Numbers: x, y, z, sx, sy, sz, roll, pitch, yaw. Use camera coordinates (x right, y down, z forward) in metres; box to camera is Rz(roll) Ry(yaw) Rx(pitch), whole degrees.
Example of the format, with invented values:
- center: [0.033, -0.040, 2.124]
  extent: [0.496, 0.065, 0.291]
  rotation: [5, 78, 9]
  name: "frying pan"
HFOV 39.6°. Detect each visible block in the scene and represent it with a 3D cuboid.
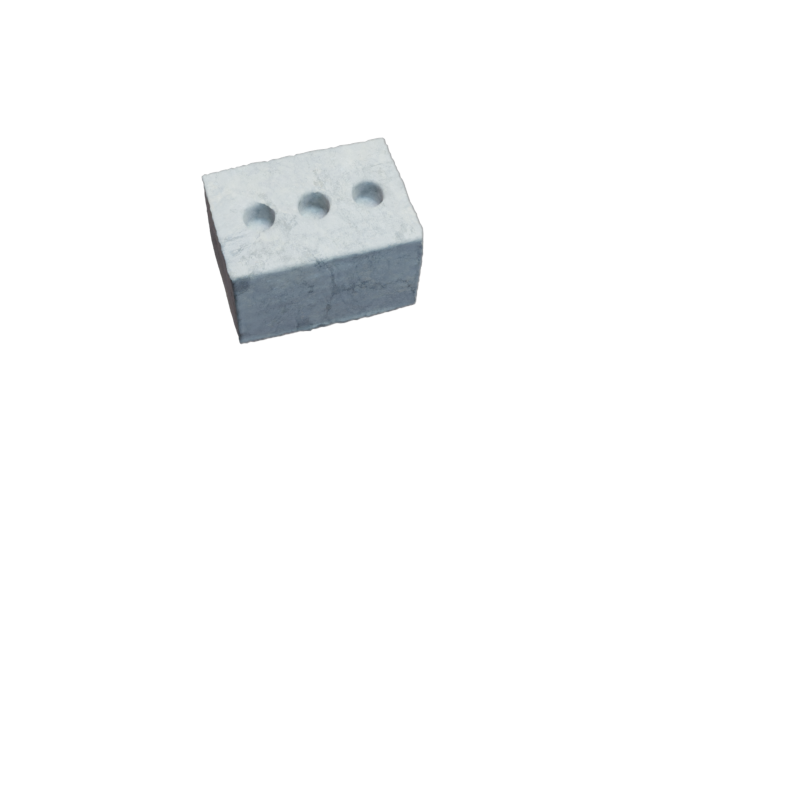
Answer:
- center: [-0.035, -0.064, 0.447]
  extent: [0.077, 0.057, 0.048]
  rotation: [-14, -30, -10]
  name: "block"
